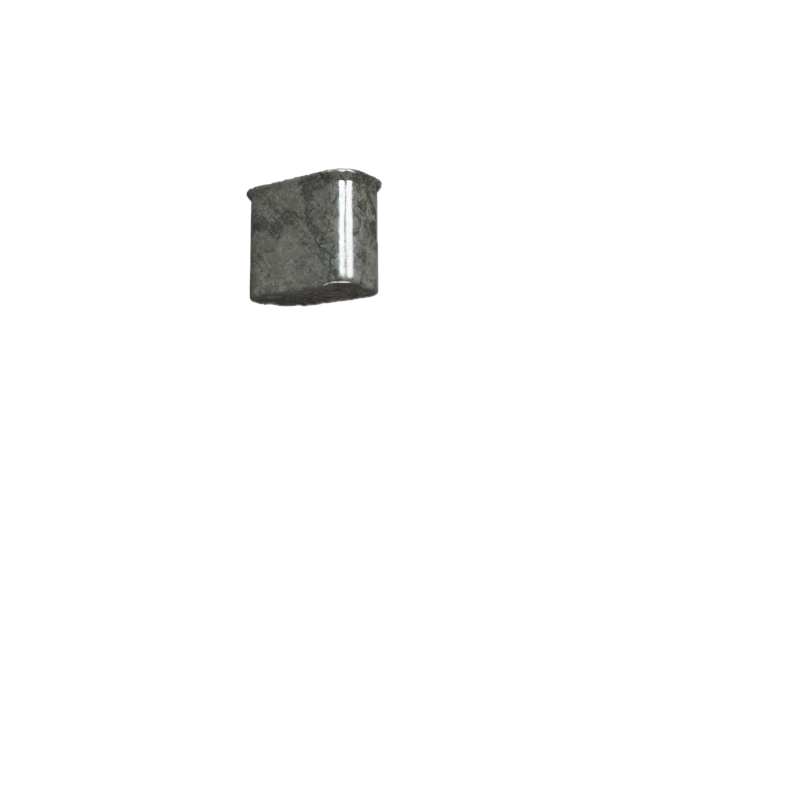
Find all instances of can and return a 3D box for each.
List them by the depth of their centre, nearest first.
[{"bbox_3d":[-0.064,-0.116,0.814,0.105,0.086,0.054,-7,-14,33],"label":"can"}]
